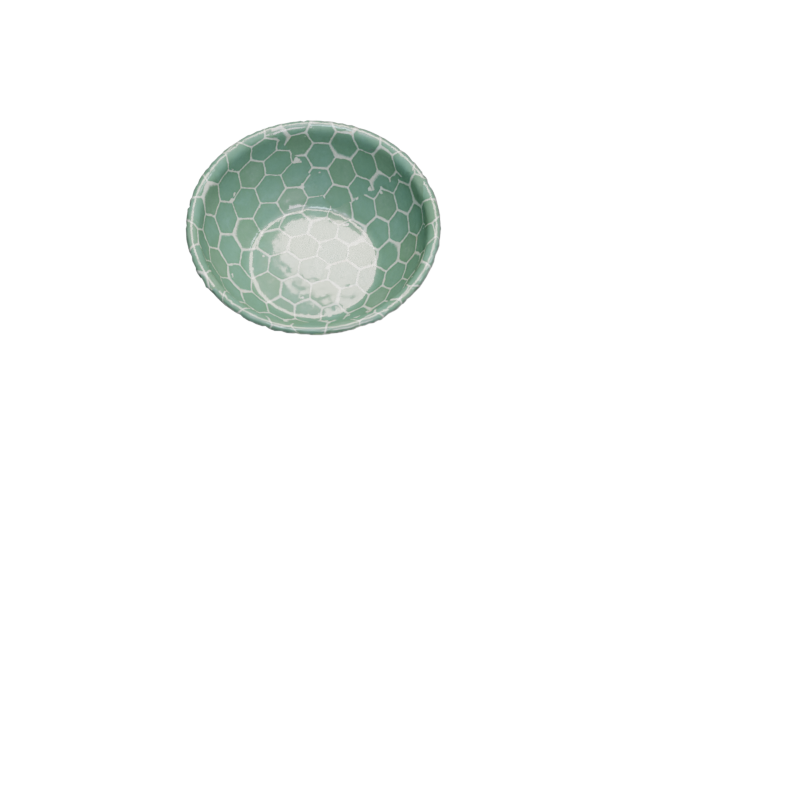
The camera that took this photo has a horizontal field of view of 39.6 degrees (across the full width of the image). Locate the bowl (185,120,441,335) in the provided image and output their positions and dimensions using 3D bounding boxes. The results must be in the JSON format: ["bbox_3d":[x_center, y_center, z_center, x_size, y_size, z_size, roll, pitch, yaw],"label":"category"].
[{"bbox_3d":[-0.057,-0.103,0.724,0.162,0.172,0.052,-1,-29,-1],"label":"bowl"}]
